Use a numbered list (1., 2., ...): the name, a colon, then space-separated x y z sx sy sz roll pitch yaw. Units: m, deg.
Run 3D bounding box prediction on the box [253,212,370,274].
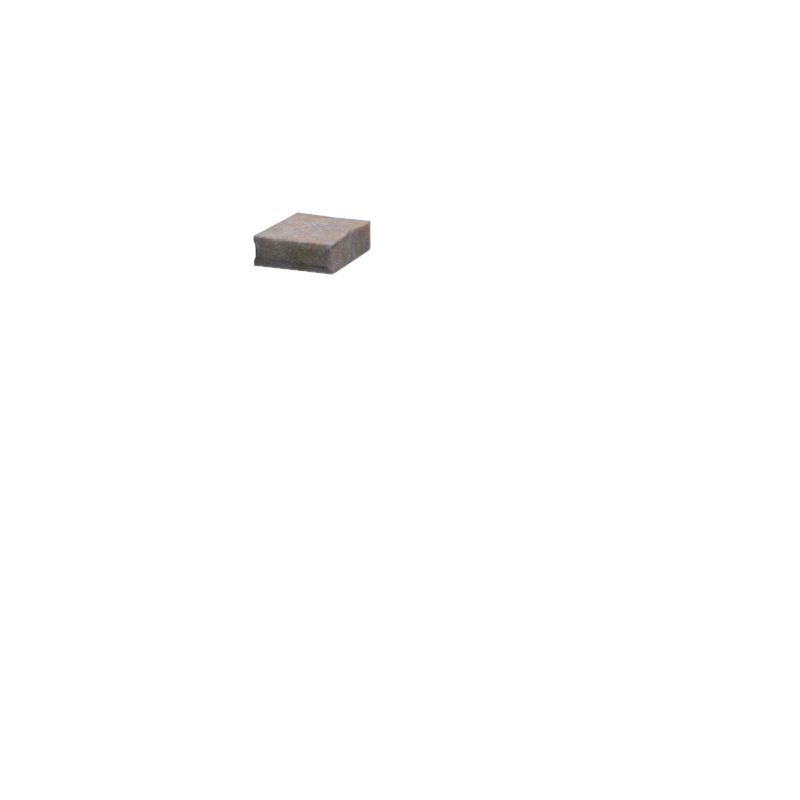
1. box: -0.075 -0.136 0.953 0.076 0.029 0.090 9 24 21
